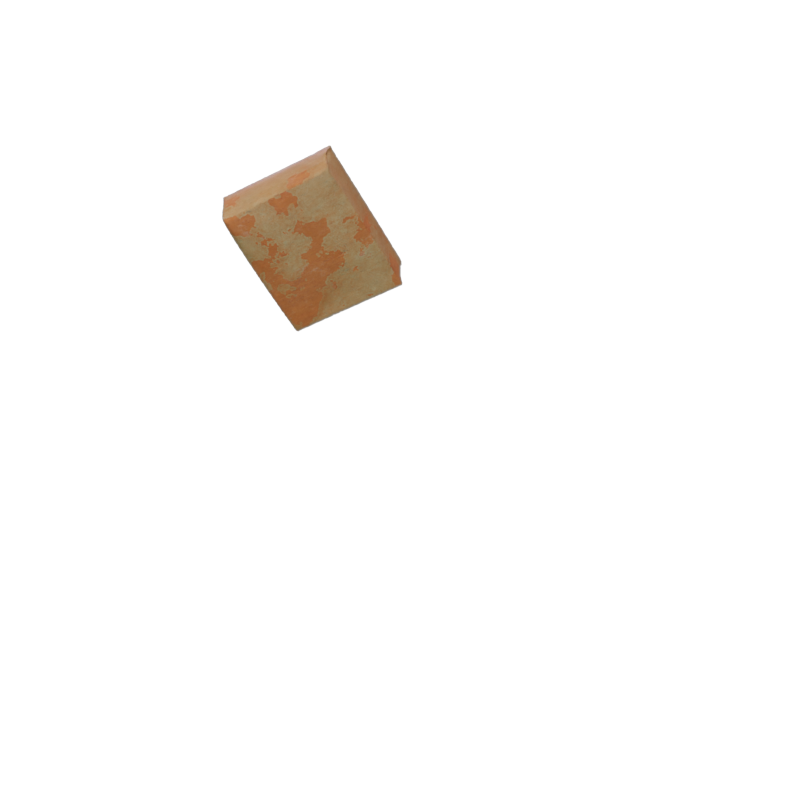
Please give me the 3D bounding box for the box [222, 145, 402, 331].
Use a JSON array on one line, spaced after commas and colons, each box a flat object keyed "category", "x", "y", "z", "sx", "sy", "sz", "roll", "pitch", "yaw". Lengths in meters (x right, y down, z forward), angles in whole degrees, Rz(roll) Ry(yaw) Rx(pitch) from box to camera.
[{"category": "box", "x": -0.062, "y": -0.114, "z": 0.796, "sx": 0.090, "sy": 0.106, "sz": 0.042, "roll": -24, "pitch": 32, "yaw": 16}]
